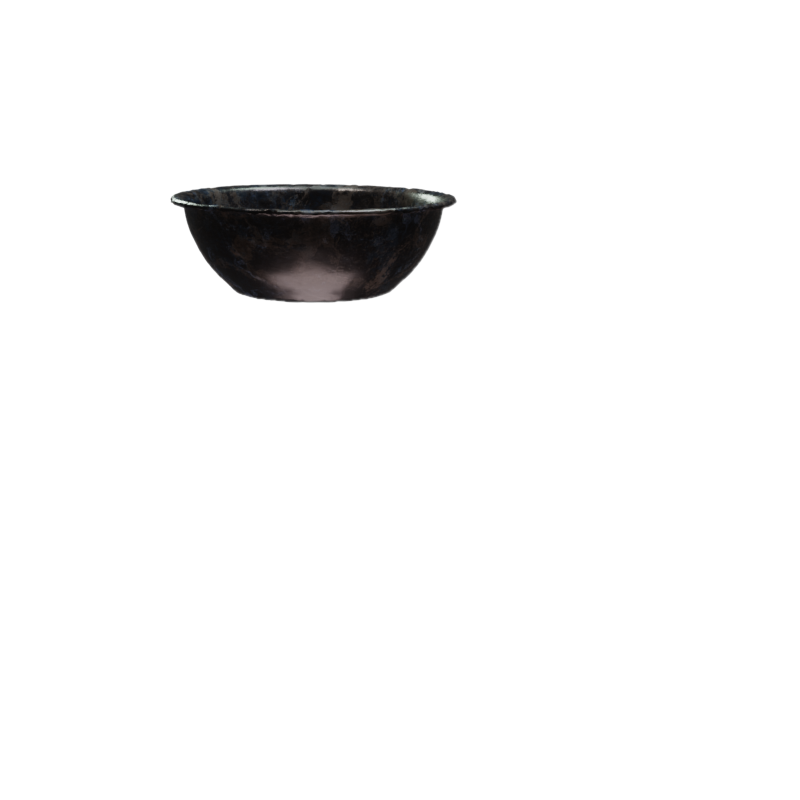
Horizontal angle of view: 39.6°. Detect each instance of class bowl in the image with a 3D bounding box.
[{"bbox_3d":[-0.049,-0.090,0.632,0.162,0.054,0.167,0,14,-2],"label":"bowl"}]
